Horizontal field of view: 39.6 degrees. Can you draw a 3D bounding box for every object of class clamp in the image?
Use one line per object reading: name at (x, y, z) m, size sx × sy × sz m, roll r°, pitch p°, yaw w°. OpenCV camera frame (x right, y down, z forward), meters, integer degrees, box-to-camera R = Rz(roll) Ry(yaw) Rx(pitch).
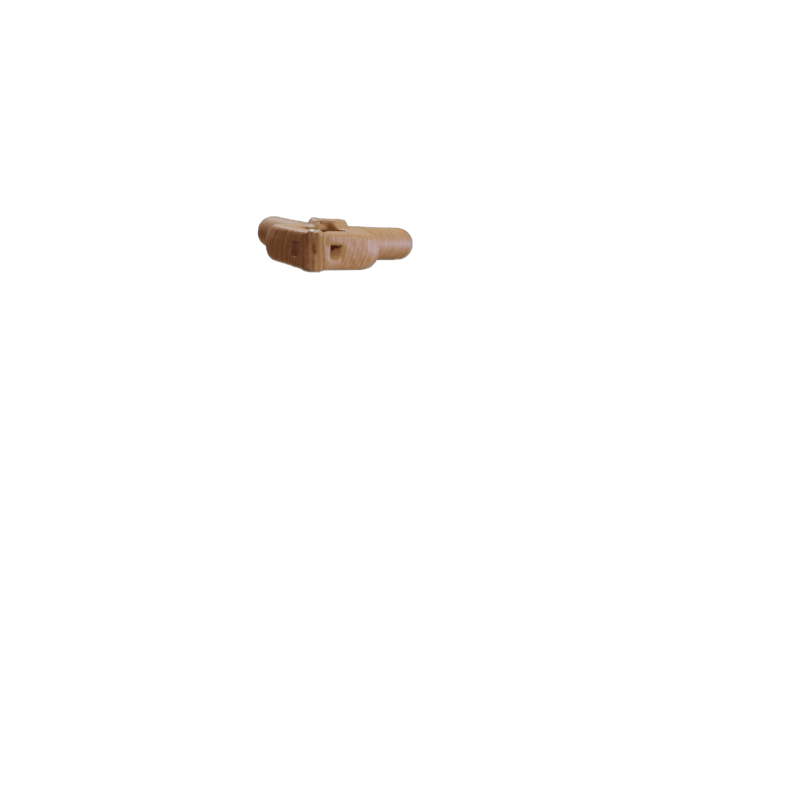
clamp at (-0.063, -0.115, 0.803) m, size 0.122 × 0.039 × 0.170 m, roll 2°, pitch 8°, yaw 12°
